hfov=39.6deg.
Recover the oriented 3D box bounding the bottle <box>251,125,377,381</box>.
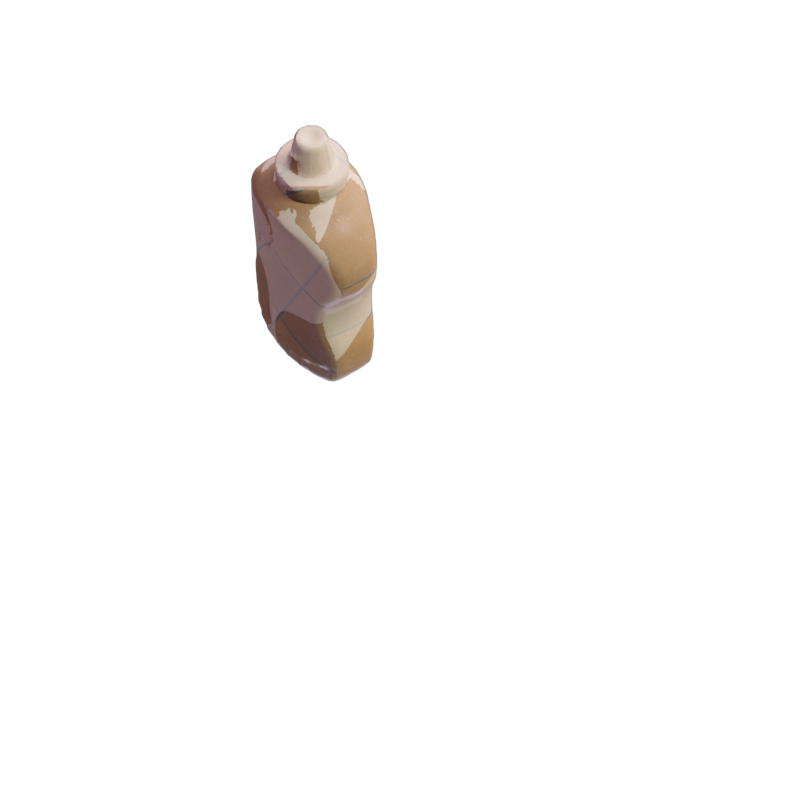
[{"bbox_3d":[-0.052,-0.095,0.665,0.058,0.102,0.180,-27,-26,-19],"label":"bottle"}]
